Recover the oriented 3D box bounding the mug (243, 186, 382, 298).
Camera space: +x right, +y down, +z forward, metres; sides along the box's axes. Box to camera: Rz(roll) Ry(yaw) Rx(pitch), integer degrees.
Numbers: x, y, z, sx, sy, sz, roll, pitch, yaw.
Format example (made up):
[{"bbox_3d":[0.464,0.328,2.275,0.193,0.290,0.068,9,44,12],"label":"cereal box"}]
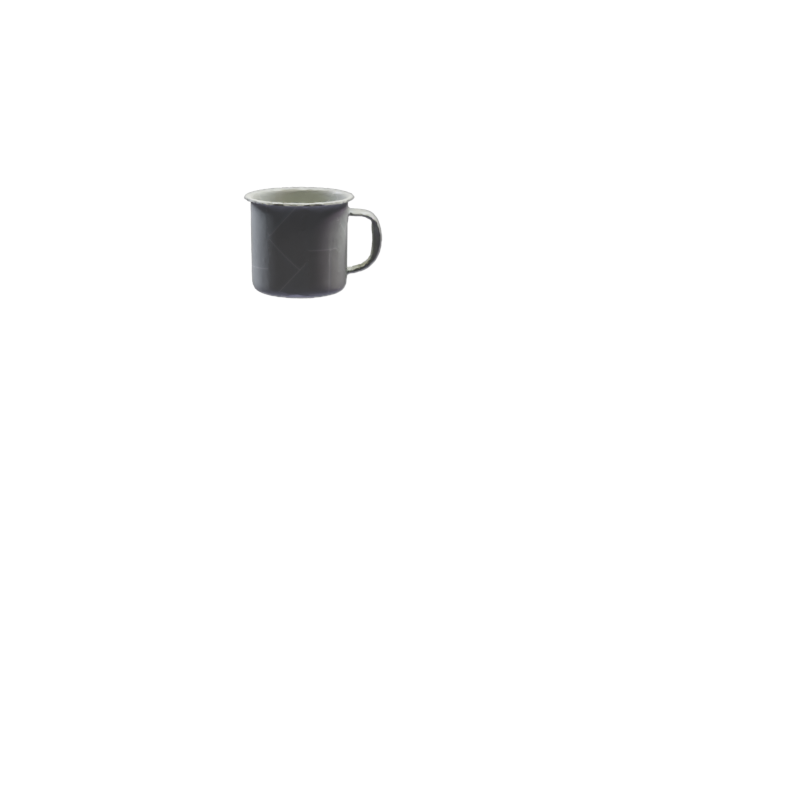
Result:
[{"bbox_3d":[-0.074,-0.135,0.944,0.116,0.079,0.097,-2,16,-7],"label":"mug"}]
